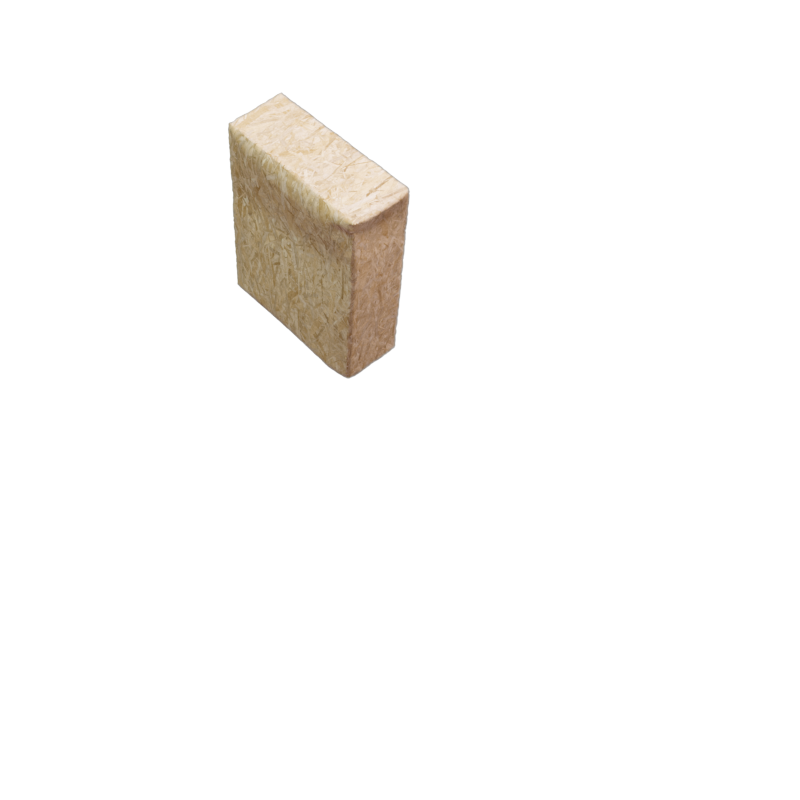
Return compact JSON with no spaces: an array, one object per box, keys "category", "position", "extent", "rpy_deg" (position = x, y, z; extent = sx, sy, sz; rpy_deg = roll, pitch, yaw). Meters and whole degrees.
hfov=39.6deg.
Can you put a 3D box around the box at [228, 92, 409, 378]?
[{"category":"box","position":[-0.078,-0.142,0.995],"extent":[0.072,0.199,0.175],"rpy_deg":[-34,61,-26]}]
